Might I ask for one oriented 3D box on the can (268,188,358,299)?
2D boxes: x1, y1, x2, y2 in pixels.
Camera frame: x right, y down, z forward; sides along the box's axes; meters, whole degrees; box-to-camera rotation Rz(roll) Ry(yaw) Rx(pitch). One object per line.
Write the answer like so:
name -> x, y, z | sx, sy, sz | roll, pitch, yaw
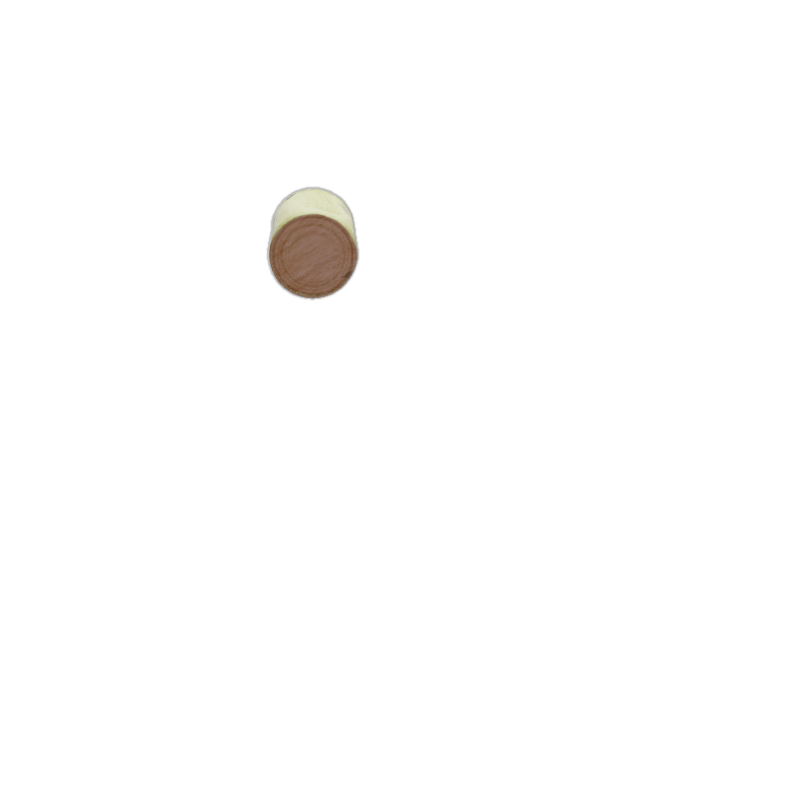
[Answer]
can -> -0.068, -0.123, 0.863 | 0.068, 0.066, 0.106 | 0, 18, -3
